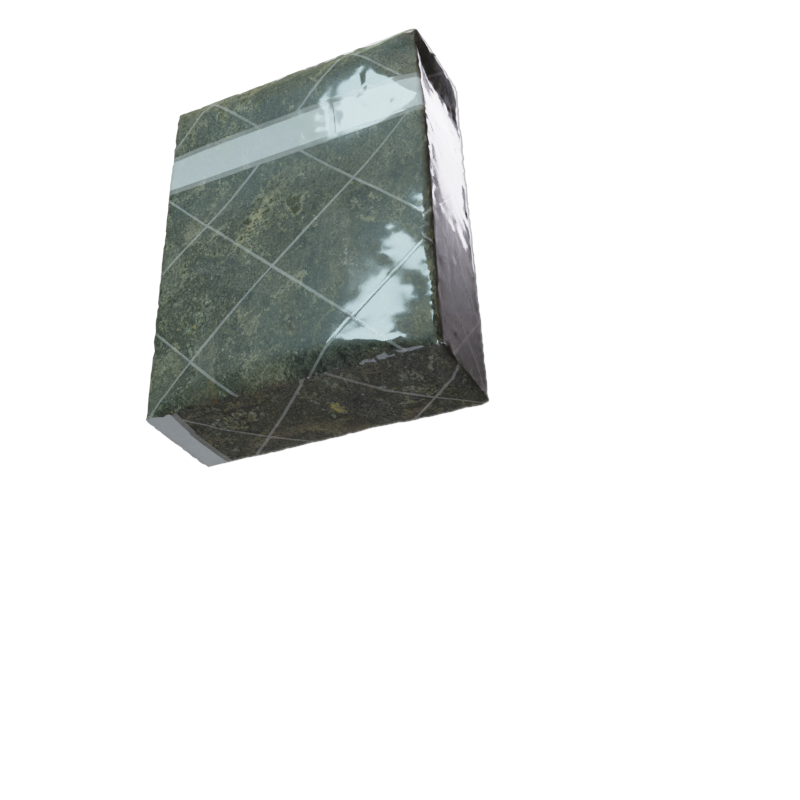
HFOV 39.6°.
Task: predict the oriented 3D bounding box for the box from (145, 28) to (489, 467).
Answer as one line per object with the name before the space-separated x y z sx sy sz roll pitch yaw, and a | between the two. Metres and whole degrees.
box | -0.048 -0.087 0.611 0.166 0.228 0.066 -15 -35 20
